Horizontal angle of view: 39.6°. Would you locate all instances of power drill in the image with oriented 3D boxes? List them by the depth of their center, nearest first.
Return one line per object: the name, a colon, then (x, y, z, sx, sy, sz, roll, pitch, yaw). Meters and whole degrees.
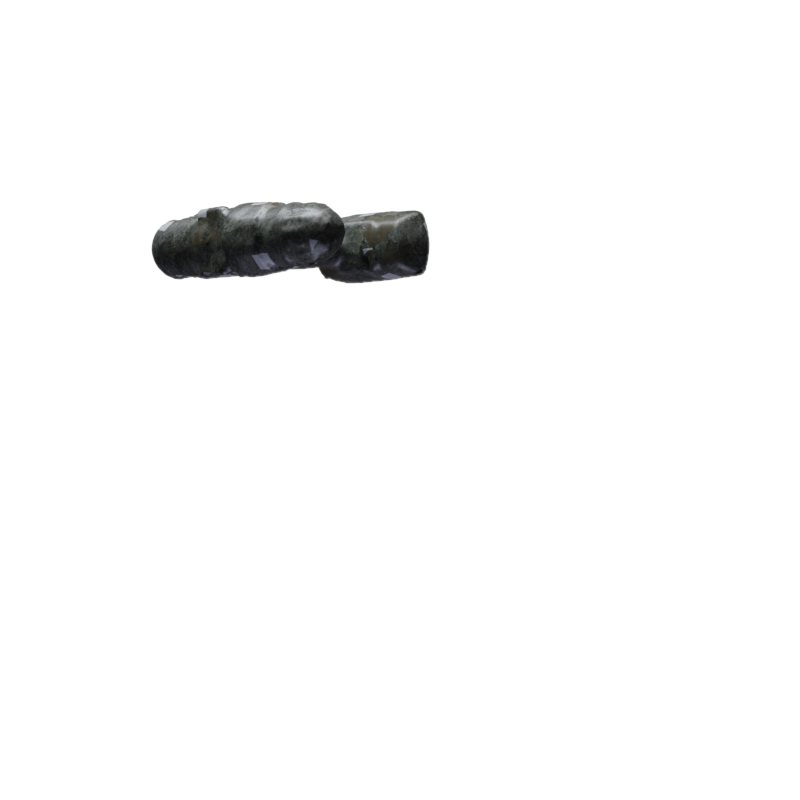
power drill: (-0.065, -0.119, 0.833, 0.192, 0.057, 0.180, 3, 5, 44)
